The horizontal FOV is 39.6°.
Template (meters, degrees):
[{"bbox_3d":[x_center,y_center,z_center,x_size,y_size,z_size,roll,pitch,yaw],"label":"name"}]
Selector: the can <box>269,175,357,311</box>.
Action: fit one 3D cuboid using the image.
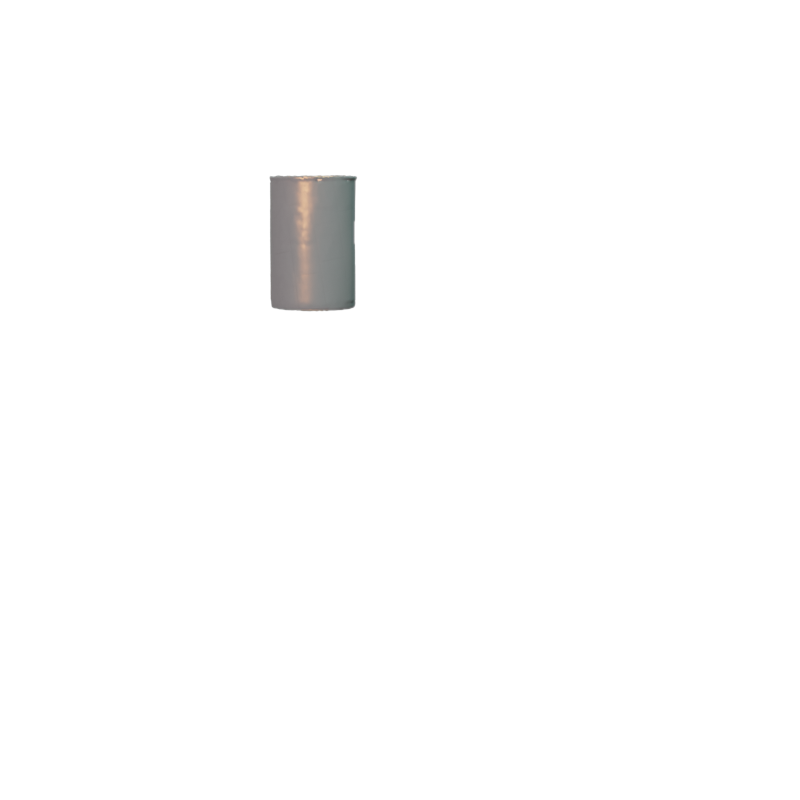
[{"bbox_3d":[-0.067,-0.123,0.861,0.068,0.101,0.069,0,5,-2],"label":"can"}]
